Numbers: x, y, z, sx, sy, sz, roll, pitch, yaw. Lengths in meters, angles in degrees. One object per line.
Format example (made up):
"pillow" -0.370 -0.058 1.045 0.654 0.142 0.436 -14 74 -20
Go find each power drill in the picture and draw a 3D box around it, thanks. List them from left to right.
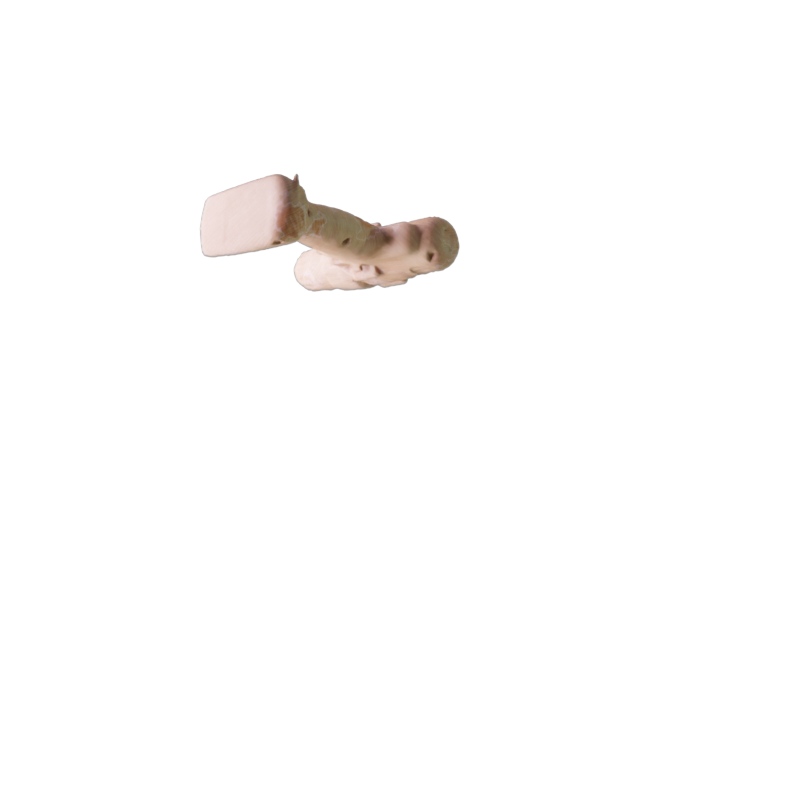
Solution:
"power drill" -0.073 -0.133 0.934 0.178 0.059 0.189 8 -11 -44
